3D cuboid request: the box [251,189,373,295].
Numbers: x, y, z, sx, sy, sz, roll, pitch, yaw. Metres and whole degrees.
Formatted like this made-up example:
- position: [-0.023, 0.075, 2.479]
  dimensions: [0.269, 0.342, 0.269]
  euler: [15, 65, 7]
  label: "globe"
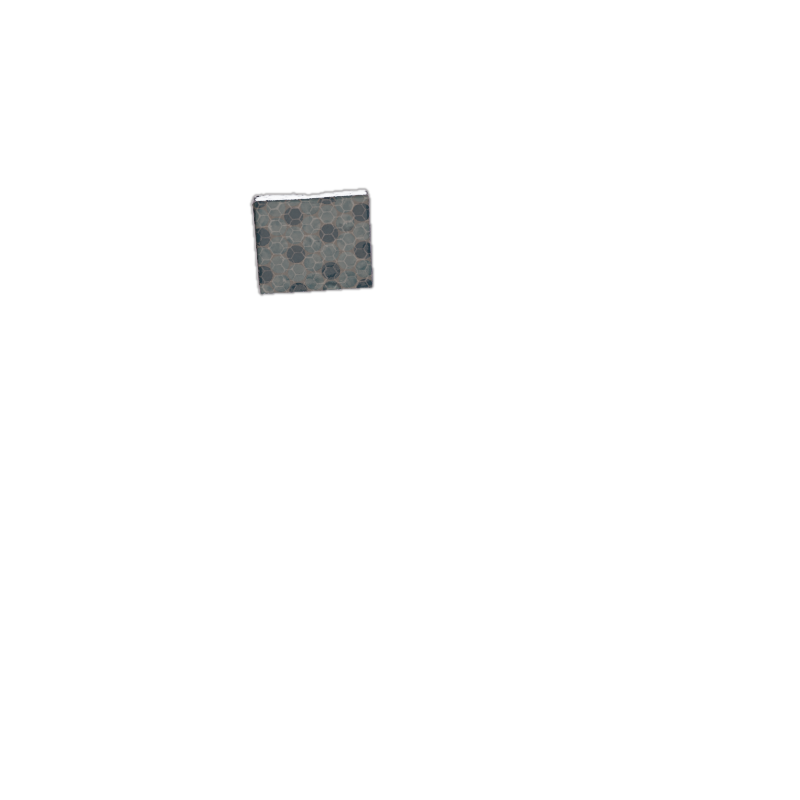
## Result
- position: [-0.066, -0.121, 0.847]
  dimensions: [0.089, 0.071, 0.031]
  euler: [-3, 14, 0]
  label: "box"
